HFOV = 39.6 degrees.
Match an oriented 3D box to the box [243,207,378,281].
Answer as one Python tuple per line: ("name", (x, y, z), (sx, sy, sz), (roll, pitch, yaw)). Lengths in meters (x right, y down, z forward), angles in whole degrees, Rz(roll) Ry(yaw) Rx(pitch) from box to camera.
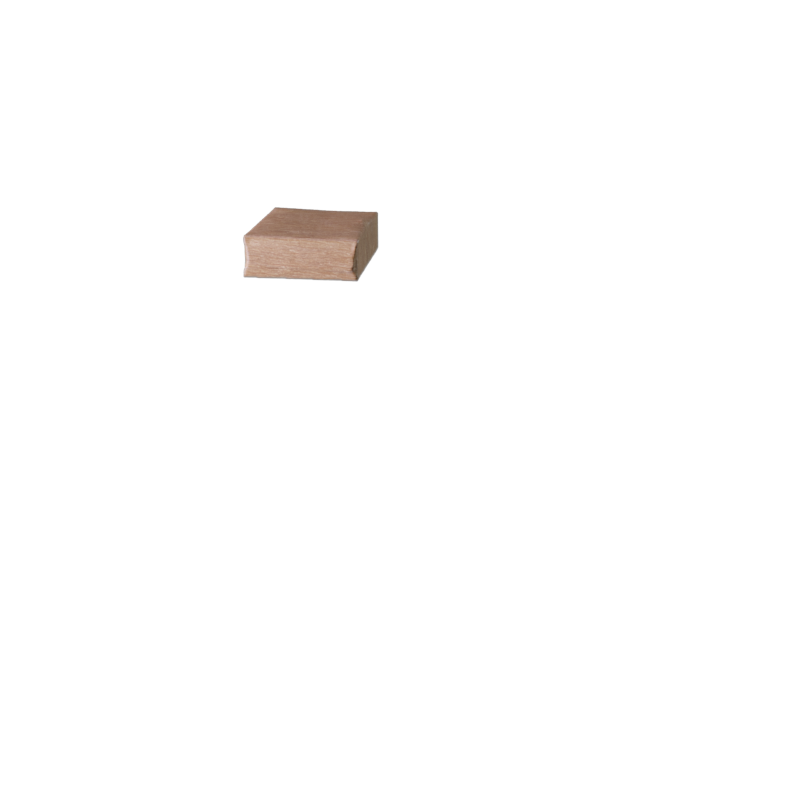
("box", (-0.056, -0.102, 0.718), (0.074, 0.029, 0.091), (3, 20, 9))
